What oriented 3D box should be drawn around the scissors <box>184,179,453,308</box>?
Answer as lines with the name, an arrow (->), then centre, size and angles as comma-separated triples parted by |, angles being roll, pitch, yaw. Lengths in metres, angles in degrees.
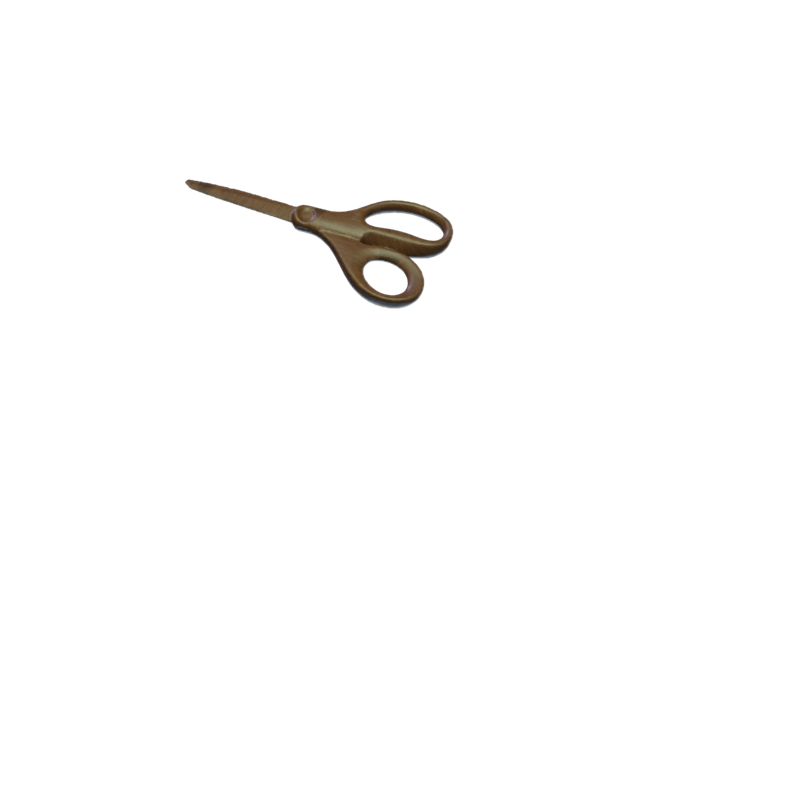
scissors -> -0.063, -0.115, 0.807 | 0.202, 0.102, 0.015 | 4, -31, 2
